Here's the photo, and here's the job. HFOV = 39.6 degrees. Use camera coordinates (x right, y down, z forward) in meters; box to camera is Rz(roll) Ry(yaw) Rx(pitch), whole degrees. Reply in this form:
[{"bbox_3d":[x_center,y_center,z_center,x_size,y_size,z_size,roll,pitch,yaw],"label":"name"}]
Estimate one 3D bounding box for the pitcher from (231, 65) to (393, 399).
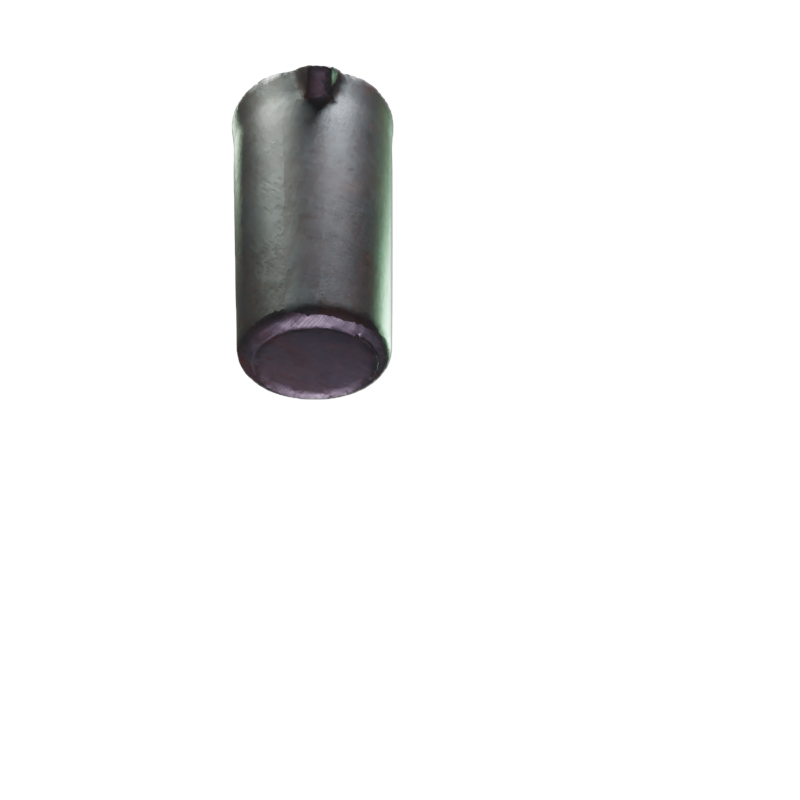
[{"bbox_3d":[-0.066,-0.121,0.848,0.145,0.260,0.139,-26,-43,28],"label":"pitcher"}]
